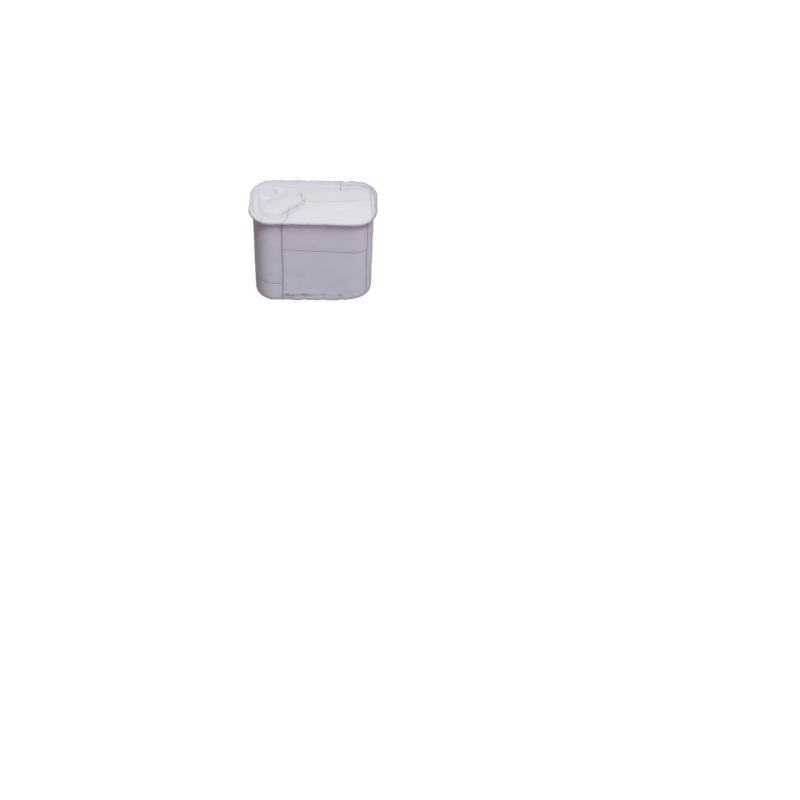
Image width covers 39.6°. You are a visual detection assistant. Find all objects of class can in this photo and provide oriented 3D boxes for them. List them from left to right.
[{"bbox_3d":[-0.071,-0.129,0.905,0.102,0.078,0.062,1,43,0],"label":"can"}]
